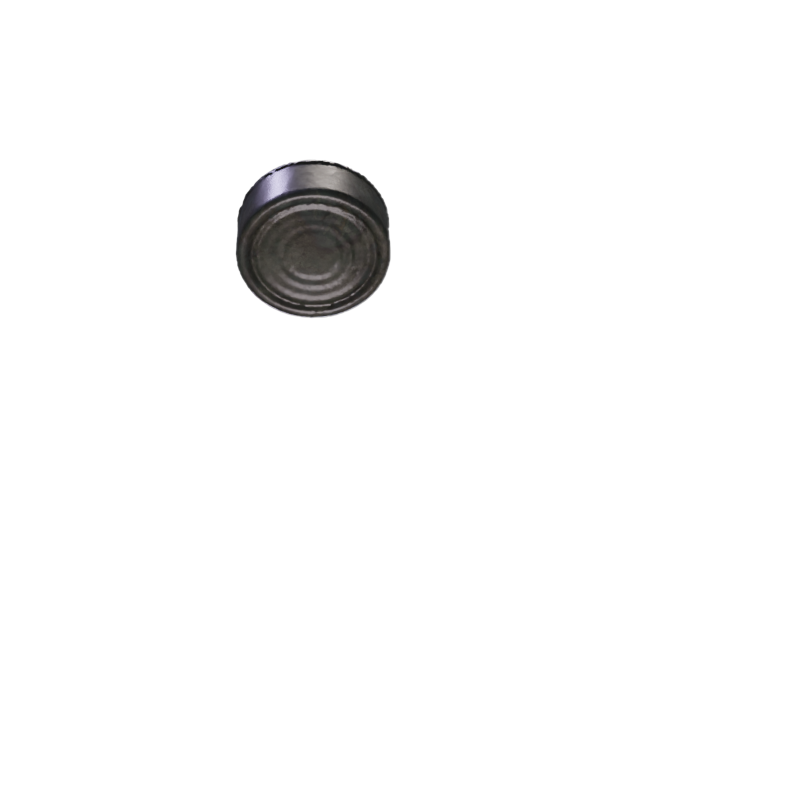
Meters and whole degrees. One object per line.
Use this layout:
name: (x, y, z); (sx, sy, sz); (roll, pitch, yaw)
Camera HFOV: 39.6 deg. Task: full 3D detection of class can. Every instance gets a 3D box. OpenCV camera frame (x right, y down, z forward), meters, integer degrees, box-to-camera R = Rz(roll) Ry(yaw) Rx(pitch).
can: (-0.048, -0.087, 0.612); (0.086, 0.080, 0.036); (1, 37, -1)
